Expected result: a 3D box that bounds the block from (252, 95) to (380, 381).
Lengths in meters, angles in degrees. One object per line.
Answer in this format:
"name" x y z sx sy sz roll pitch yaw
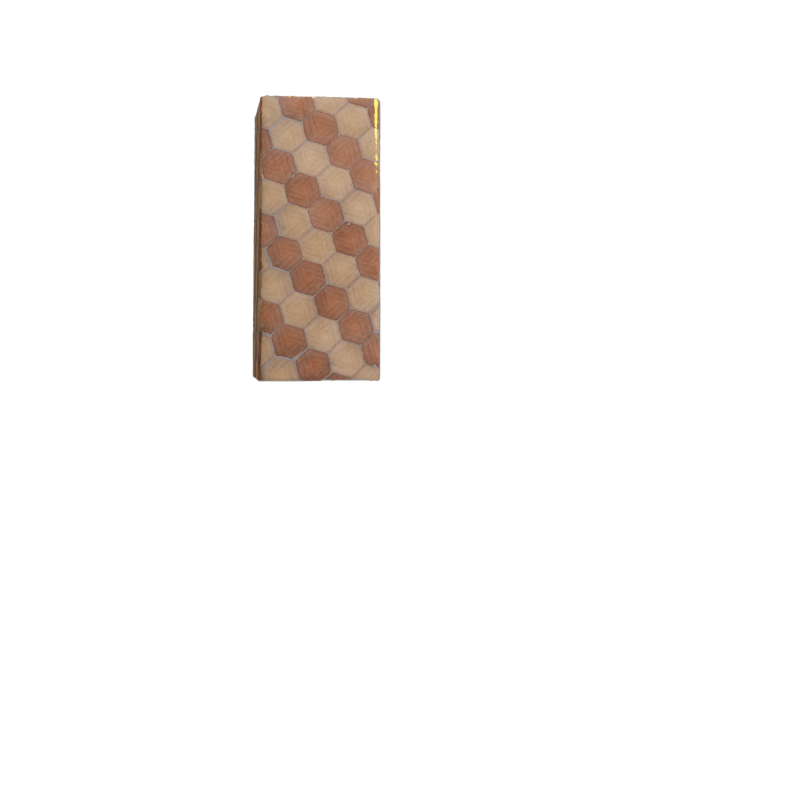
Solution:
"block" -0.065 -0.120 0.840 0.089 0.208 0.091 0 -3 -9
